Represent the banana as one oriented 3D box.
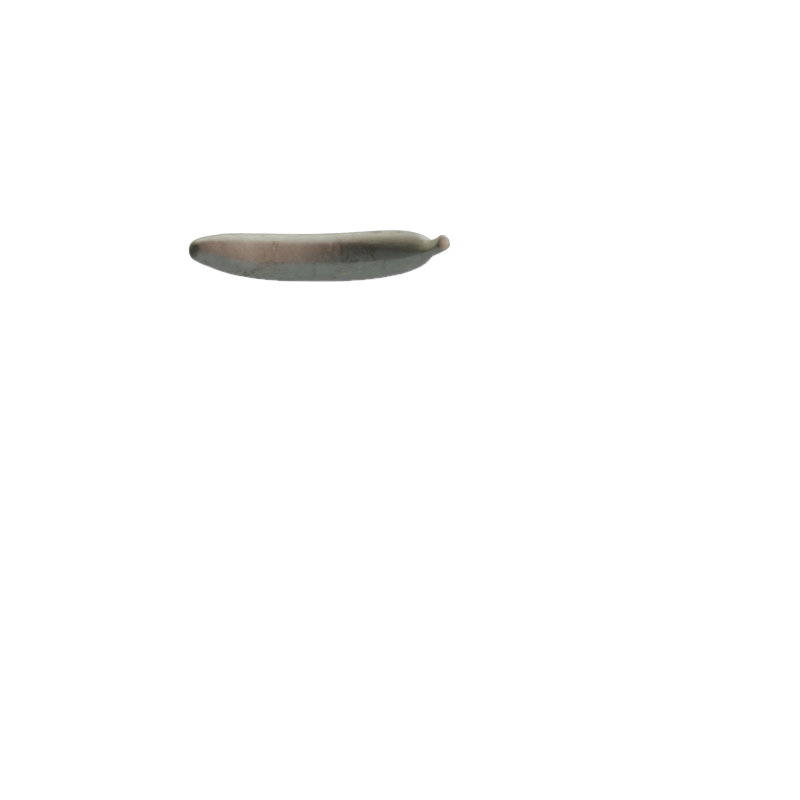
[{"bbox_3d":[-0.061,-0.116,0.859,0.199,0.038,0.066,-2,-18,7],"label":"banana"}]
